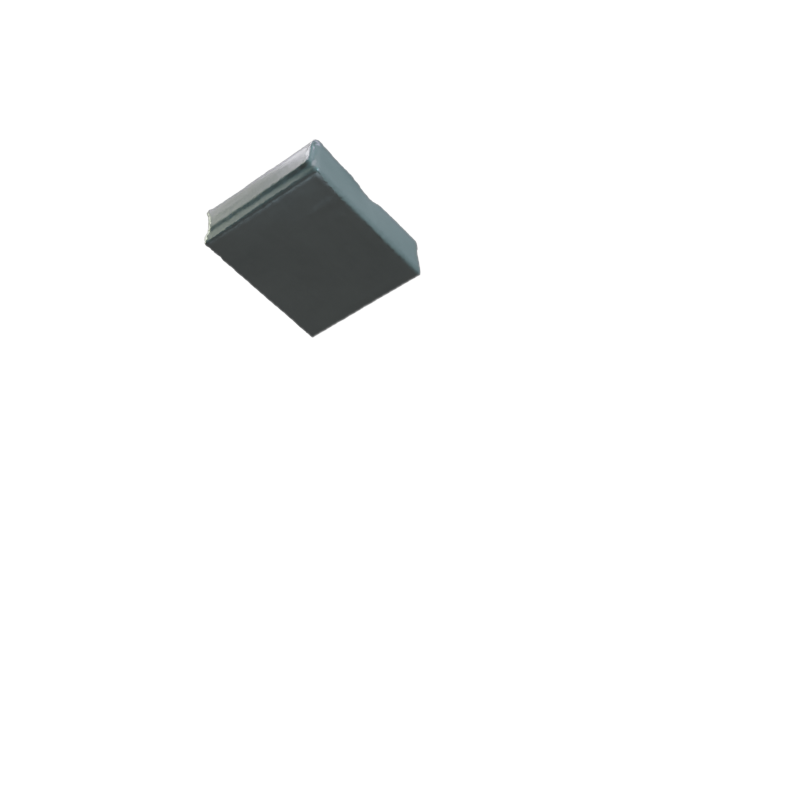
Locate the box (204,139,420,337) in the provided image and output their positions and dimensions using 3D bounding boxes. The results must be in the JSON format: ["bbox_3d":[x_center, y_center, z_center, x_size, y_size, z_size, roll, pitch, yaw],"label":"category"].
[{"bbox_3d":[-0.045,-0.082,0.570,0.073,0.032,0.083,-31,-54,24],"label":"box"}]
